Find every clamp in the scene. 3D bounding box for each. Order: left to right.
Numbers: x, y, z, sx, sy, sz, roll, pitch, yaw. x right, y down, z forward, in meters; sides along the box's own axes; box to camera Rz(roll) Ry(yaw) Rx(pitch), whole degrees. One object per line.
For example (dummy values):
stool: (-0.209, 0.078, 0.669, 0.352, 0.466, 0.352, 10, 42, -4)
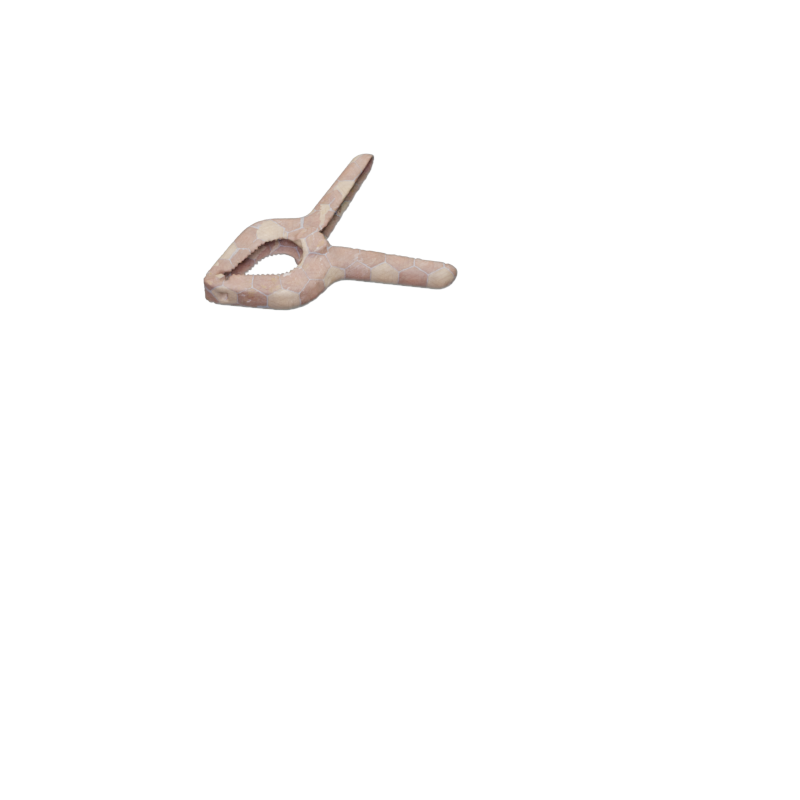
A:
clamp: (-0.076, -0.139, 0.975, 0.208, 0.178, 0.034, -17, -36, -13)
